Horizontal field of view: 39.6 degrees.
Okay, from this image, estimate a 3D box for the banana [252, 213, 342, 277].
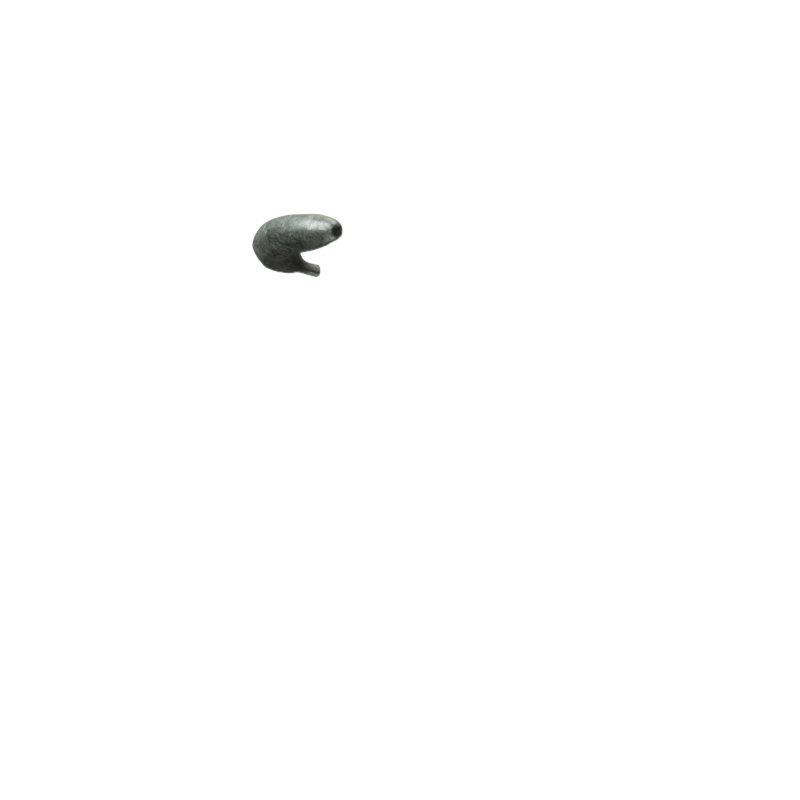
[{"bbox_3d":[-0.096,-0.140,0.984,0.069,0.037,0.197,0,-2,-9],"label":"banana"}]
